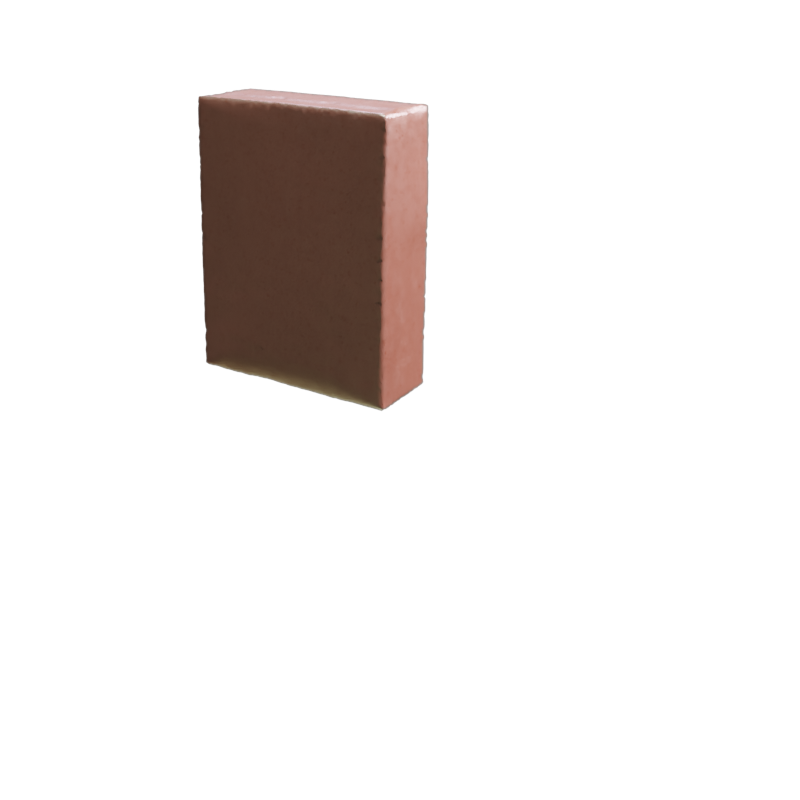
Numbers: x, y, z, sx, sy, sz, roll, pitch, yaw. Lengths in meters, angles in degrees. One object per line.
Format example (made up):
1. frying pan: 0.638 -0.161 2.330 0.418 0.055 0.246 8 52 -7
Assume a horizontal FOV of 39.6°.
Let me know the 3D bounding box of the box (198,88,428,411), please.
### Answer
1. box: -0.064 -0.118 0.823 0.172 0.206 0.071 13 20 31
